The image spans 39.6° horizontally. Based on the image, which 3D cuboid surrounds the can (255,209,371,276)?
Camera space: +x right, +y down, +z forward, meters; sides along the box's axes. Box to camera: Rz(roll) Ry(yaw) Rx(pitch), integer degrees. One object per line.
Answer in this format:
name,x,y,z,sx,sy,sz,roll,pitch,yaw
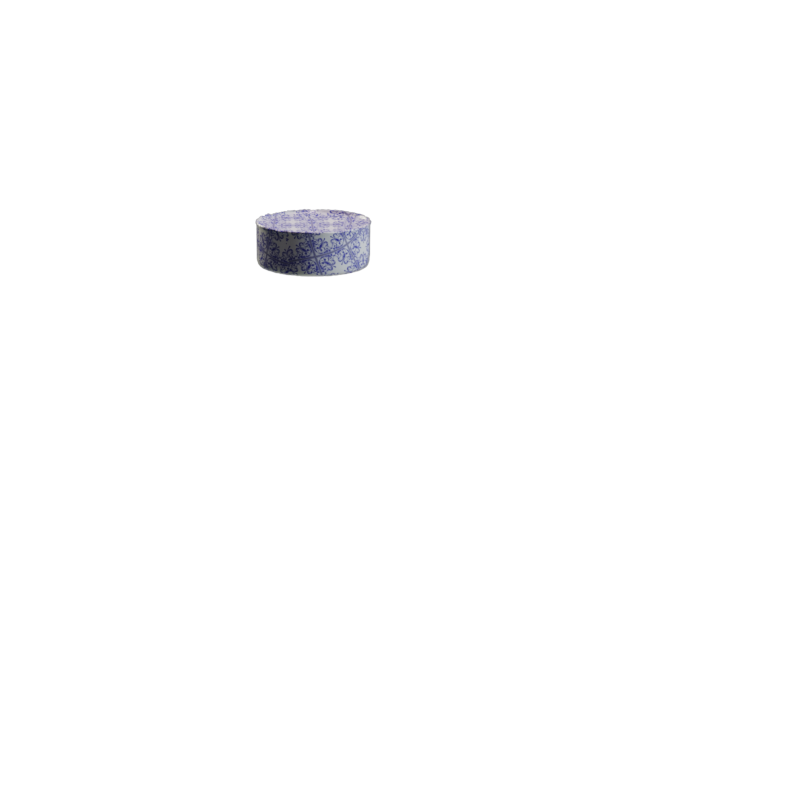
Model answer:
can,-0.064,-0.117,0.823,0.086,0.032,0.089,-1,19,-2
